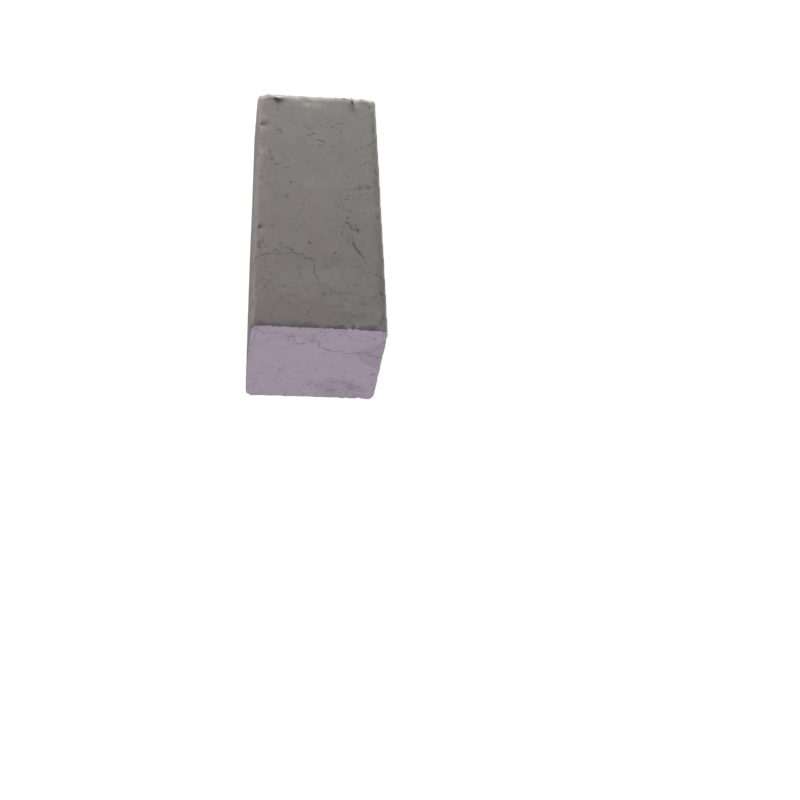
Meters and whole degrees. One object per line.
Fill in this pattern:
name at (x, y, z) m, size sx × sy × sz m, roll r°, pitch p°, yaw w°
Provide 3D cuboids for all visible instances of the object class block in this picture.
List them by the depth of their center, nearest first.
block at (-0.063, -0.114, 0.799) m, size 0.090 × 0.221 × 0.085 m, roll 2°, pitch -35°, yaw -6°
